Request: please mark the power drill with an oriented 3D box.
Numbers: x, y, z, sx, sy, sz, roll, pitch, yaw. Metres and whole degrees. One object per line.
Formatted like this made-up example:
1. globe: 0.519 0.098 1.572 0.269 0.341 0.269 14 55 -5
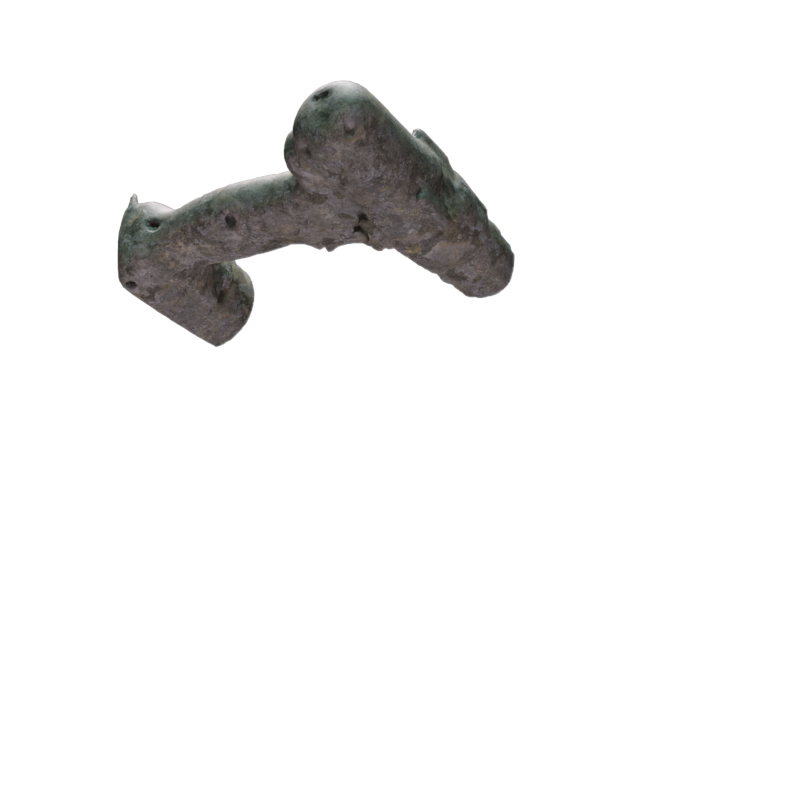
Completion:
1. power drill: -0.049 -0.089 0.622 0.189 0.061 0.171 -19 -36 27
